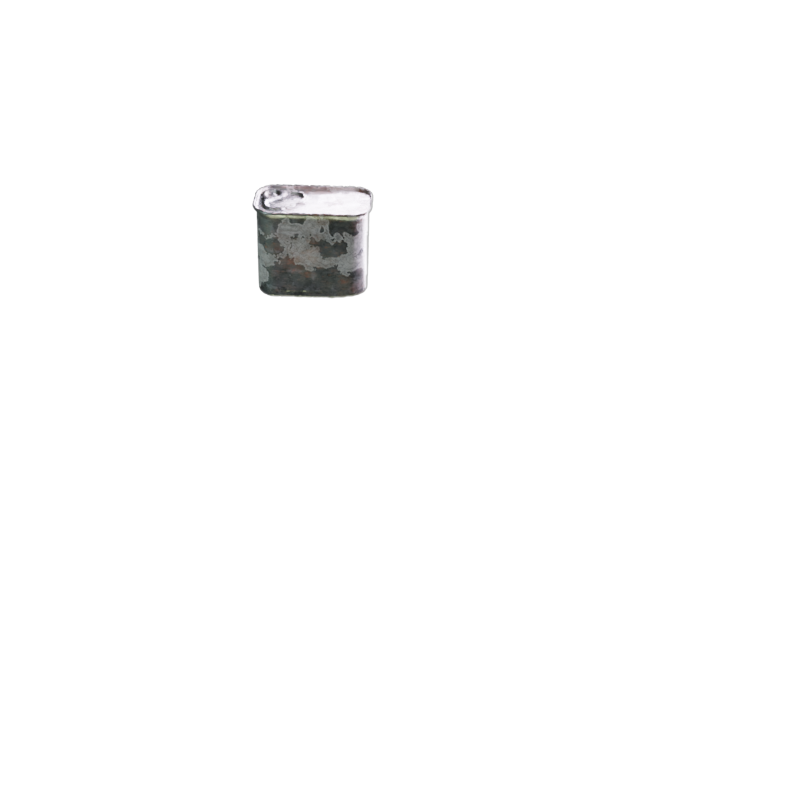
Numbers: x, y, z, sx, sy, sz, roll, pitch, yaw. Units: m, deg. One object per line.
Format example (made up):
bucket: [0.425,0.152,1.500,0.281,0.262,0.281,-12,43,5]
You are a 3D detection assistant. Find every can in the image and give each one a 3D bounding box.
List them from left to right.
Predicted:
can: [-0.076,-0.138,0.964,0.102,0.079,0.061,2,31,2]
